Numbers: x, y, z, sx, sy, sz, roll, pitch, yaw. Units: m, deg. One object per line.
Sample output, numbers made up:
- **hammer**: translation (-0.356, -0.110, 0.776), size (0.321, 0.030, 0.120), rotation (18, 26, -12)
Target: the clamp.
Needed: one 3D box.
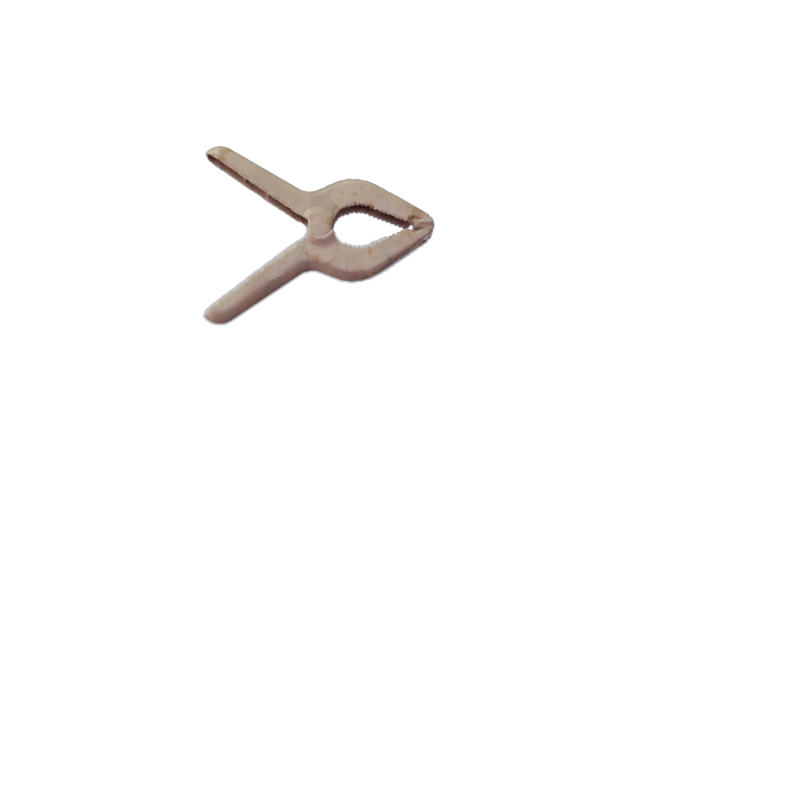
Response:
- **clamp**: translation (-0.077, -0.140, 0.980), size (0.210, 0.171, 0.035), rotation (5, -17, 1)
